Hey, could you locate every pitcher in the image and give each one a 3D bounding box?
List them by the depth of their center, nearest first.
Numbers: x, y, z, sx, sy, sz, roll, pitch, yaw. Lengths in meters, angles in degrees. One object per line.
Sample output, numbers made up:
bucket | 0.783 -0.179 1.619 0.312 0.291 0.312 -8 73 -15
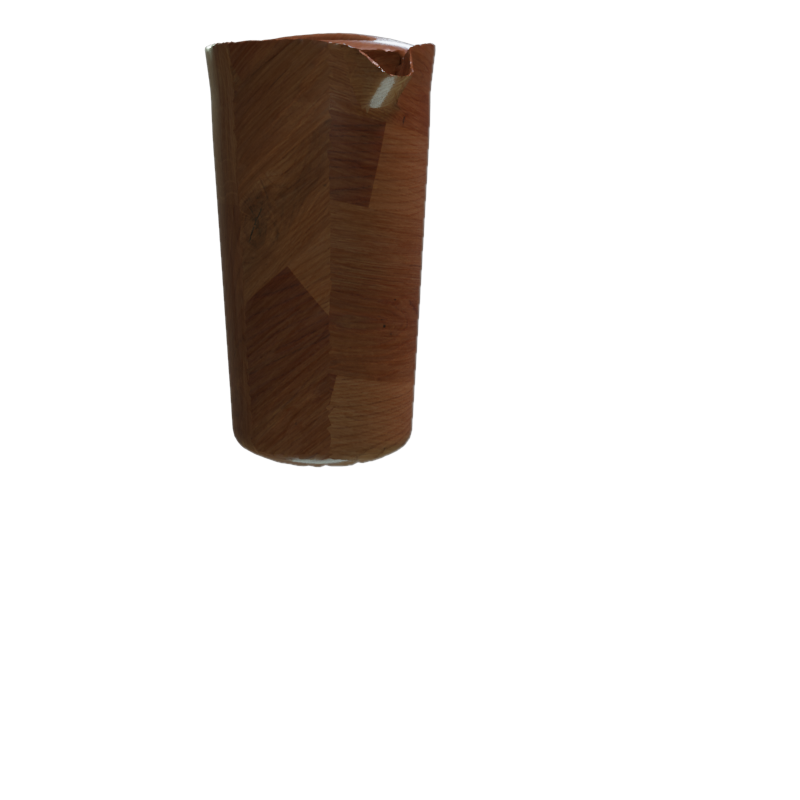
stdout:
pitcher | -0.052 -0.095 0.662 0.147 0.239 0.149 2 9 12
